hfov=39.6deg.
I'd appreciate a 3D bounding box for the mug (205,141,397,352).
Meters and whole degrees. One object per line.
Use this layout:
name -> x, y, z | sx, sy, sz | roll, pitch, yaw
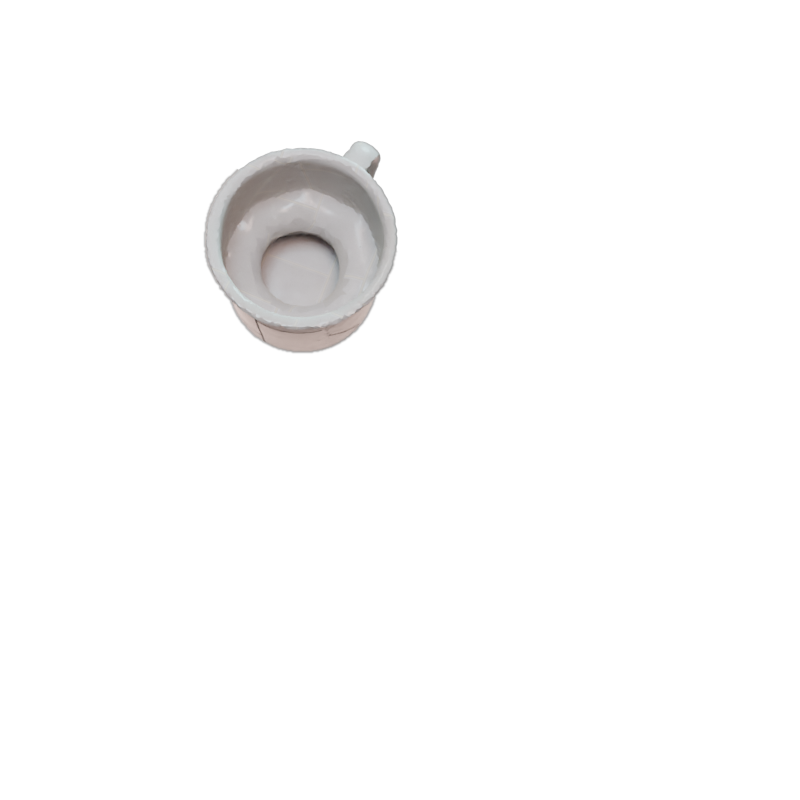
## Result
mug -> -0.045, -0.082, 0.576 | 0.095, 0.120, 0.078 | 27, -15, 6
